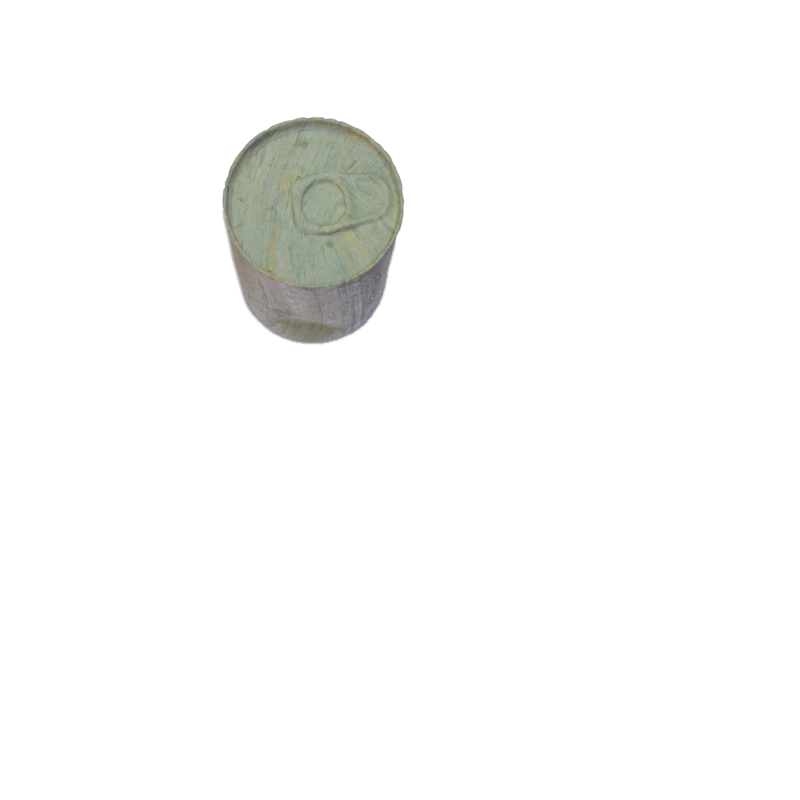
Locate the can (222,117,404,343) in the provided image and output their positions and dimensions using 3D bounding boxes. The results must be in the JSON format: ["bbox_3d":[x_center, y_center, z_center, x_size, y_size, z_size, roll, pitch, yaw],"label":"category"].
[{"bbox_3d":[-0.036,-0.066,0.461,0.068,0.071,0.099,0,-13,-3],"label":"can"}]
